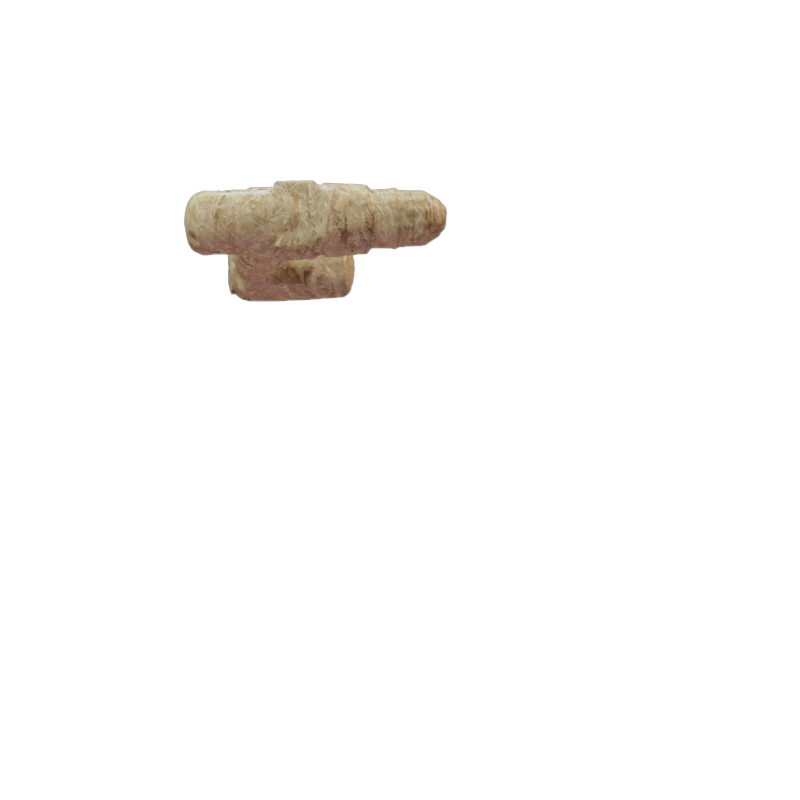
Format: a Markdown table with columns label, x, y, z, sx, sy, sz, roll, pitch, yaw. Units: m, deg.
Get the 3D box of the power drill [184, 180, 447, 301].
| label | x | y | z | sx | sy | sz | roll | pitch | yaw |
| --- | --- | --- | --- | --- | --- | --- | --- | --- | --- |
| power drill | -0.066 | -0.121 | 0.848 | 0.184 | 0.059 | 0.183 | 0 | -8 | -4 |
